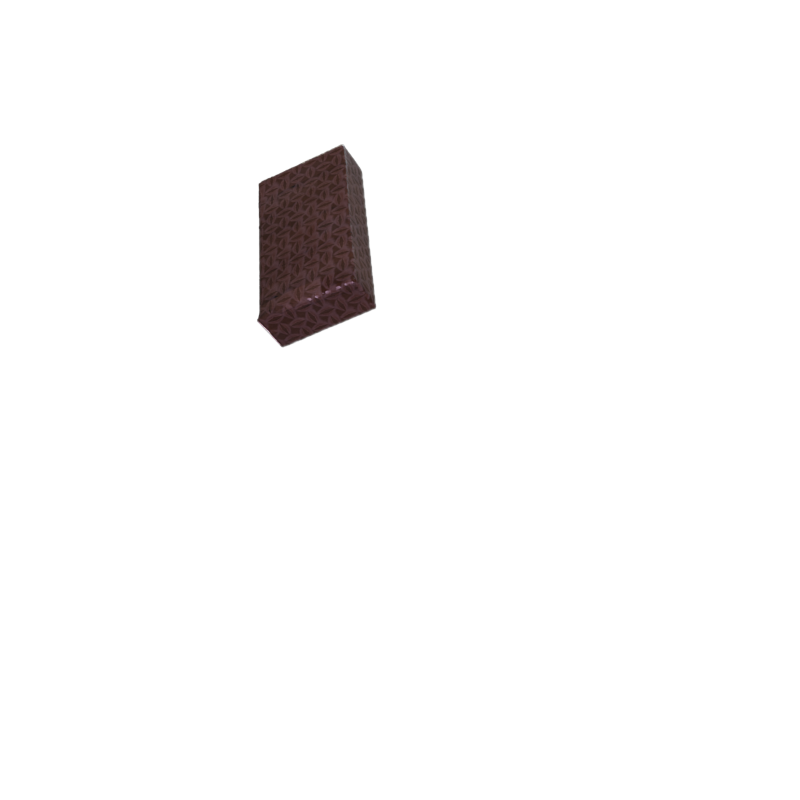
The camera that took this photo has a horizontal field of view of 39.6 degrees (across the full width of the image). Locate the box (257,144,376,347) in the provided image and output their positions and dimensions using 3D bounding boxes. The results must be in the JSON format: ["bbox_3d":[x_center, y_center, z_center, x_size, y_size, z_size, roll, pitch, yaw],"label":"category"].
[{"bbox_3d":[-0.075,-0.136,0.956,0.094,0.189,0.044,-22,-47,18],"label":"box"}]
